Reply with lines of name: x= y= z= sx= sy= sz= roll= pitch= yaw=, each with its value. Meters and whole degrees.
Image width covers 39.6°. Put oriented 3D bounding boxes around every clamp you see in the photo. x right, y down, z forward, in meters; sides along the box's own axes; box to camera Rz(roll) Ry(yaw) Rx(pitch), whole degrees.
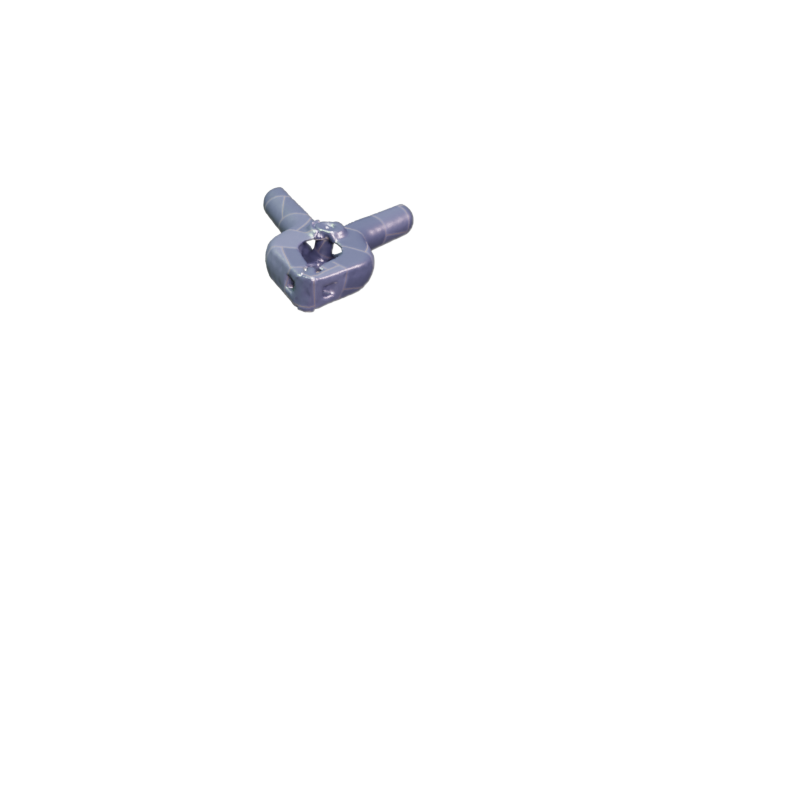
clamp: x=-0.065 y=-0.119 z=0.831 sx=0.123 sy=0.037 sz=0.177 roll=7 pitch=28 yaw=13
